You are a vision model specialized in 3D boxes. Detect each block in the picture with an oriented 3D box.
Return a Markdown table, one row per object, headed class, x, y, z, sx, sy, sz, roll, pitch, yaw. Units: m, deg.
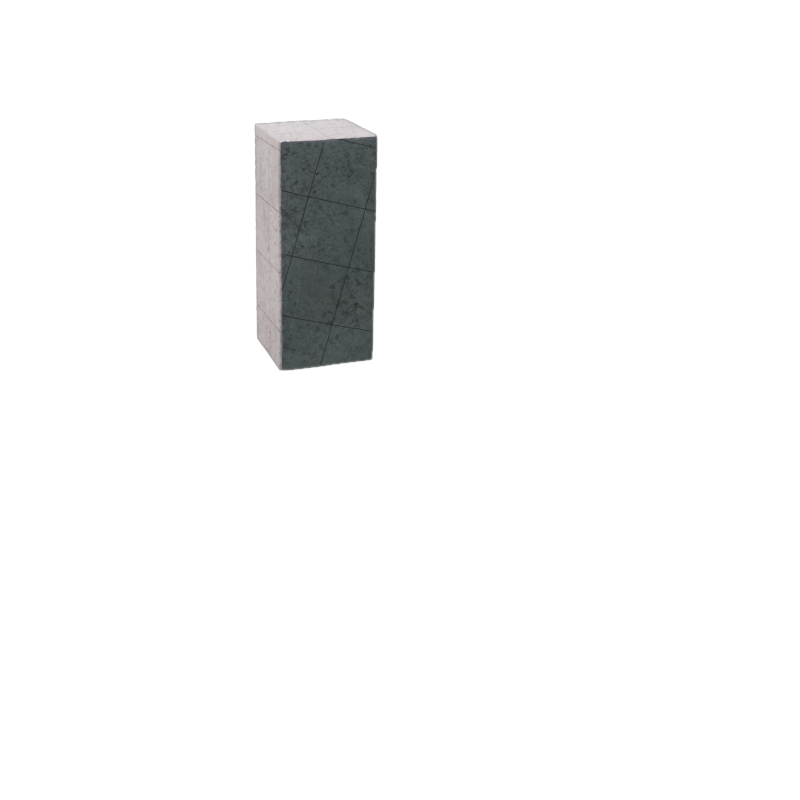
| class | x | y | z | sx | sy | sz | roll | pitch | yaw |
| --- | --- | --- | --- | --- | --- | --- | --- | --- | --- |
| block | -0.077 | -0.143 | 0.998 | 0.088 | 0.198 | 0.096 | -5 | 19 | -19 |
